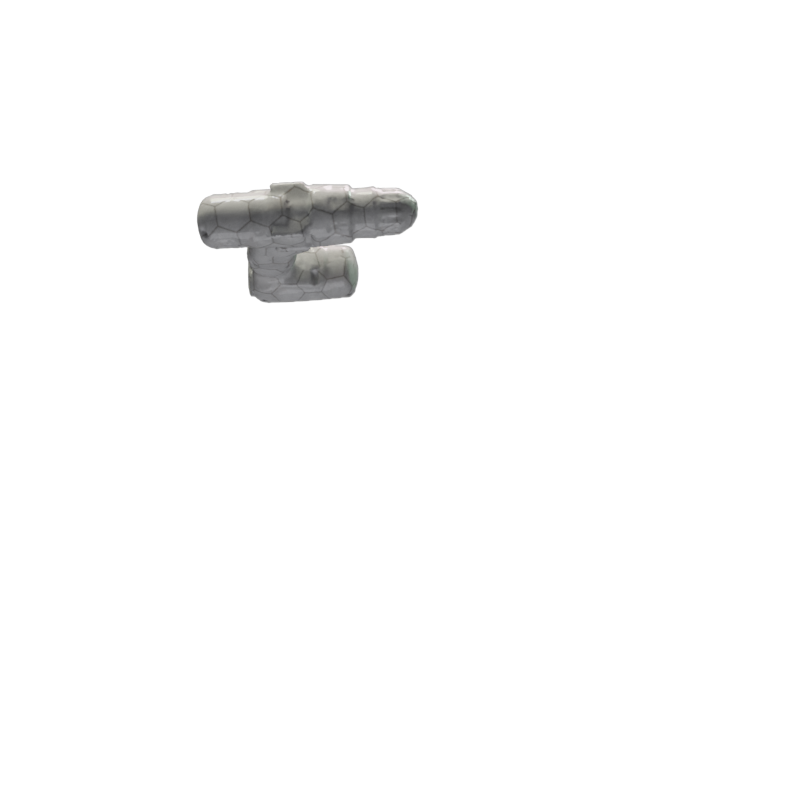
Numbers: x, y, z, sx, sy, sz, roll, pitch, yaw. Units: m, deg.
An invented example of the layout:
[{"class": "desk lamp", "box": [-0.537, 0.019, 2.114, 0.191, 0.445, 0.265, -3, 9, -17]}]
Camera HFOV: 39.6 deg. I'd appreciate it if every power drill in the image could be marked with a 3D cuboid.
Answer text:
[{"class": "power drill", "box": [-0.078, -0.142, 0.992, 0.185, 0.060, 0.179, -1, -14, 2]}]
